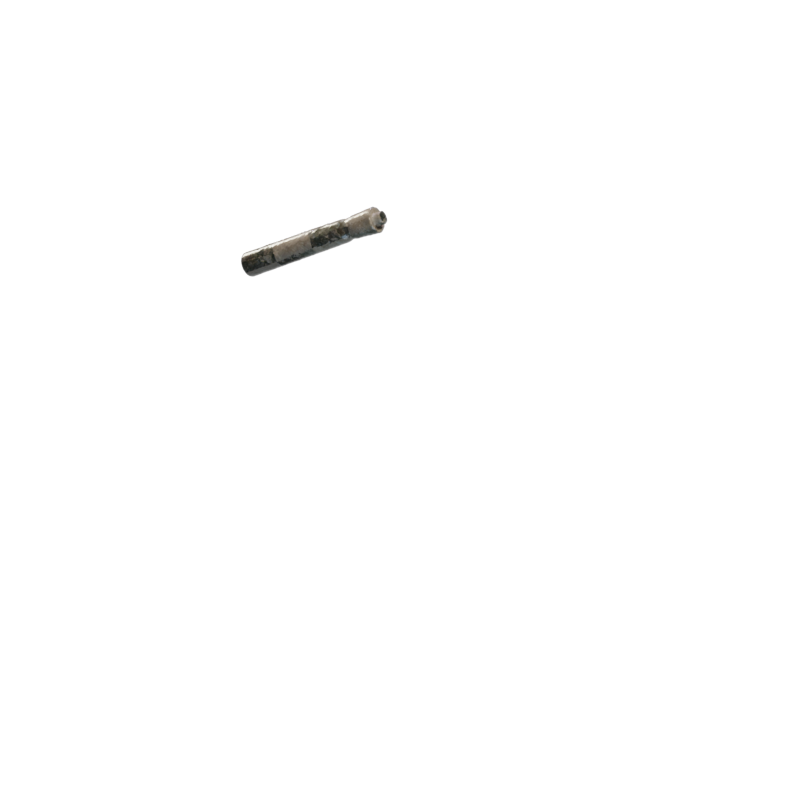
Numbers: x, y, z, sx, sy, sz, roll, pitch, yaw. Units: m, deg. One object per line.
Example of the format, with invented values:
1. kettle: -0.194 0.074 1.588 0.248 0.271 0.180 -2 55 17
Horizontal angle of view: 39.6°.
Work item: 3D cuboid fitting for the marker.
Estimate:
1. marker: -0.062 -0.113 0.790 0.123 0.020 0.019 -14 -4 32
